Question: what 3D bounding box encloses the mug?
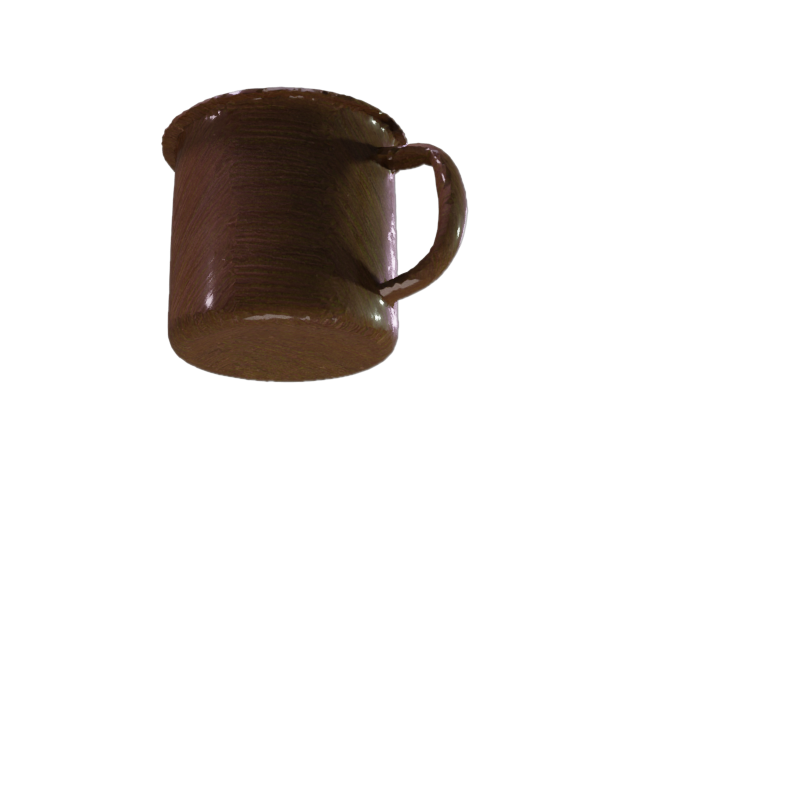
[{"bbox_3d":[-0.031,-0.057,0.398,0.119,0.085,0.087,-9,-20,24],"label":"mug"}]
